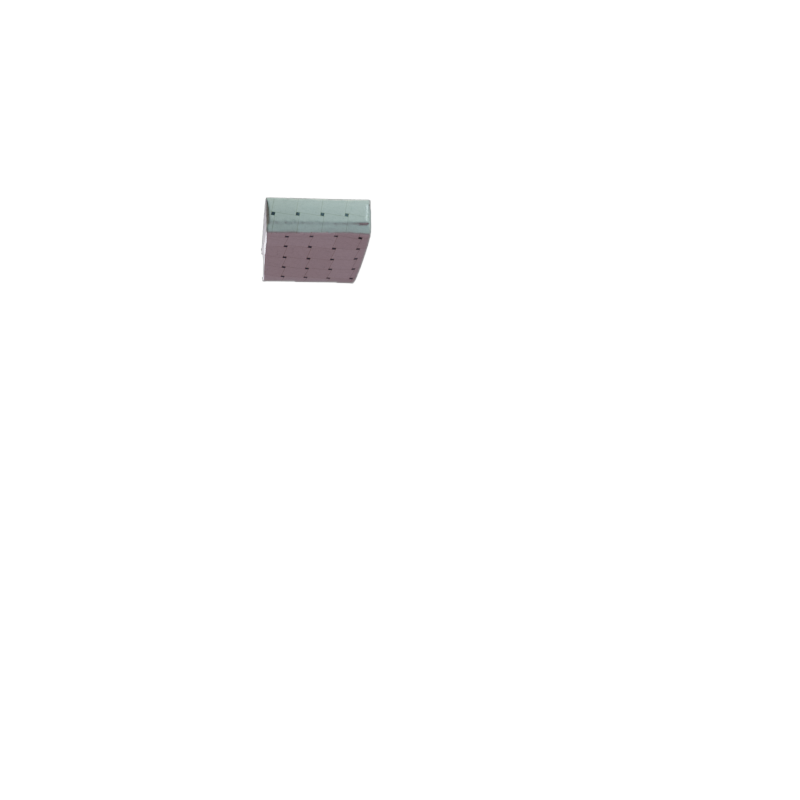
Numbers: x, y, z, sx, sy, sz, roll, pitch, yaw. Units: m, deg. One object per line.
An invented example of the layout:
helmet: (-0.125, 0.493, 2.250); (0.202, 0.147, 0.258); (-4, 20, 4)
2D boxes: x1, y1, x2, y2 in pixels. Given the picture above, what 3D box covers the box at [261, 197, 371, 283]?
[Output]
box: (-0.076, -0.139, 0.974); (0.089, 0.041, 0.109); (2, -20, -7)
